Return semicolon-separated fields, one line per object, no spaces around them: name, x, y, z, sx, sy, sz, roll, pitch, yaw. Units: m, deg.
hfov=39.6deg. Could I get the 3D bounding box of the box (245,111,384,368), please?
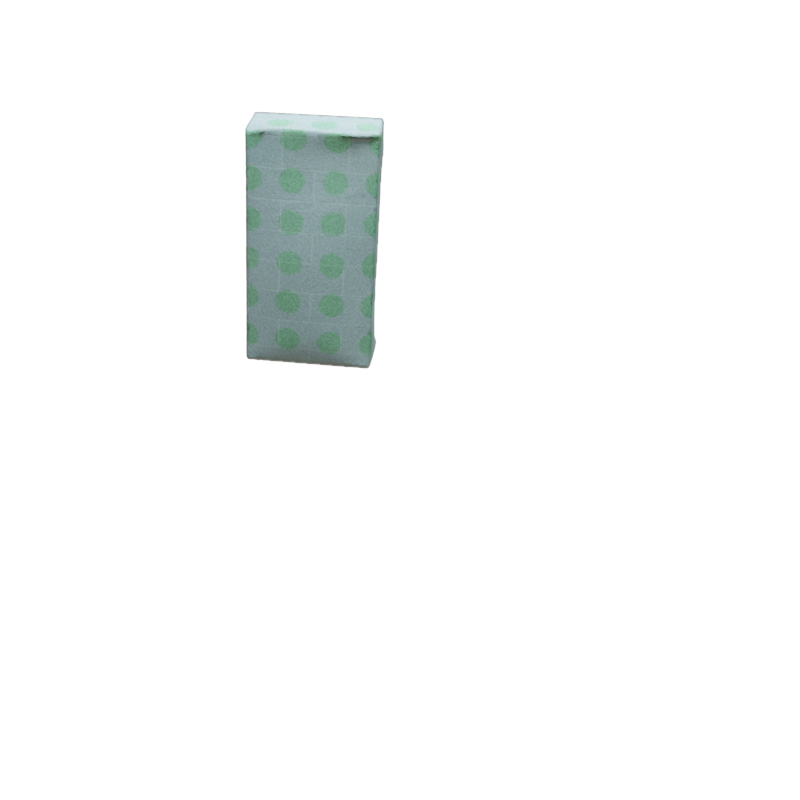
box;-0.061;-0.111;0.781;0.094;0.167;0.050;4;27;5
